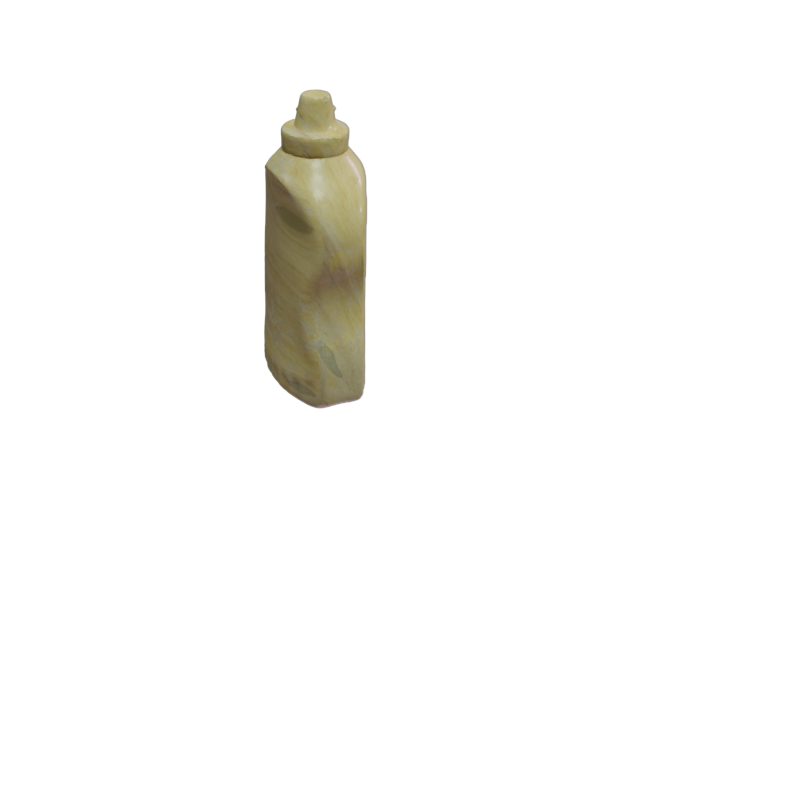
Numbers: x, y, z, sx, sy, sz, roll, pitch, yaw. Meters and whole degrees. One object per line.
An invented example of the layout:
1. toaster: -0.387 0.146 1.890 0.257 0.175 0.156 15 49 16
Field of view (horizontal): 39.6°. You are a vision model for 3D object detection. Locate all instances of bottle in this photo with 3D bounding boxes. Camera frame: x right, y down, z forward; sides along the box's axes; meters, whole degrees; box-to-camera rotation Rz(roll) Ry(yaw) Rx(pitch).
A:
1. bottle: -0.054 -0.098 0.689 0.057 0.181 0.103 -9 30 -21
